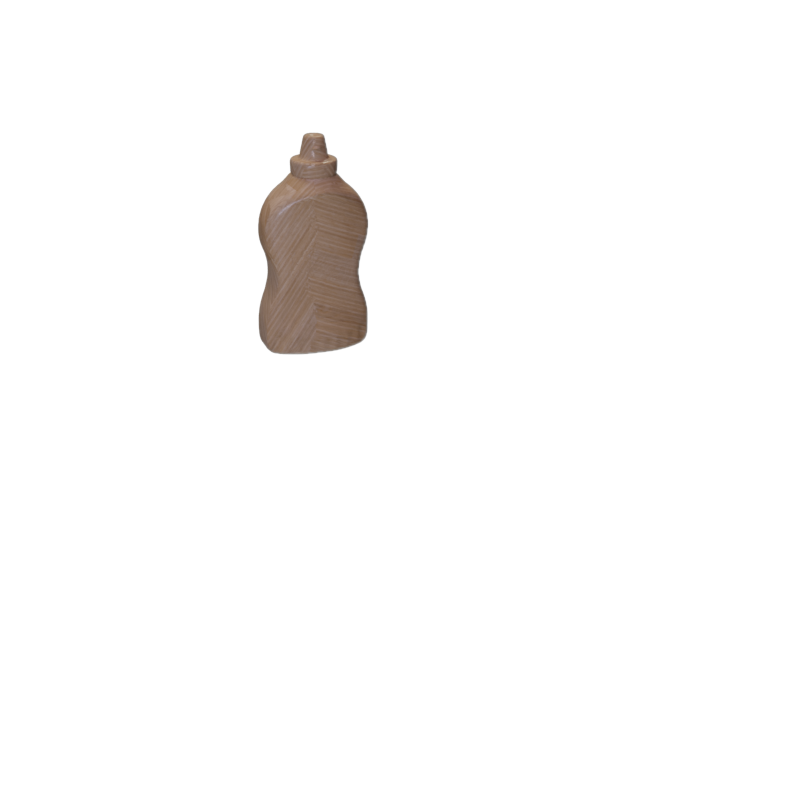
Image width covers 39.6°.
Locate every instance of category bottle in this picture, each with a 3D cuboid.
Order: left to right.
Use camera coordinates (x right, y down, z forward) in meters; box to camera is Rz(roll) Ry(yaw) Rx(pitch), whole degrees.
[{"bbox_3d":[-0.076,-0.138,0.971,0.094,0.184,0.062,-5,20,-17],"label":"bottle"}]
